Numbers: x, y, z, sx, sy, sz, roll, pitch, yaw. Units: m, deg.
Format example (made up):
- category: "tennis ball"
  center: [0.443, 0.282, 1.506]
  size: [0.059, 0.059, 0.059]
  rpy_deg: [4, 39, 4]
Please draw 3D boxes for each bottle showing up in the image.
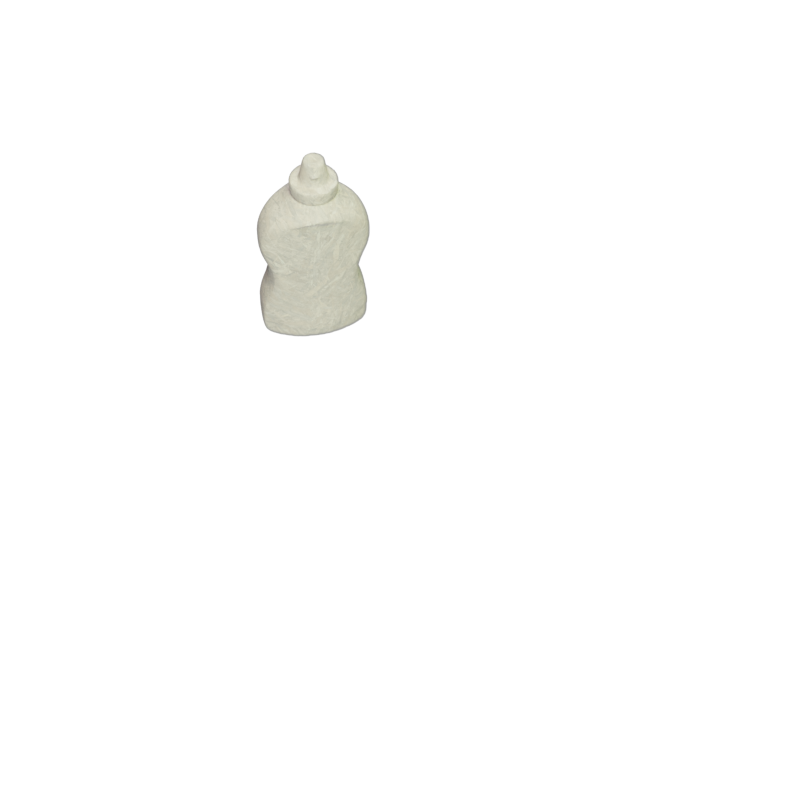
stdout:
- category: "bottle"
  center: [-0.075, -0.136, 0.958]
  size: [0.095, 0.063, 0.179]
  rpy_deg: [-6, -39, -8]
